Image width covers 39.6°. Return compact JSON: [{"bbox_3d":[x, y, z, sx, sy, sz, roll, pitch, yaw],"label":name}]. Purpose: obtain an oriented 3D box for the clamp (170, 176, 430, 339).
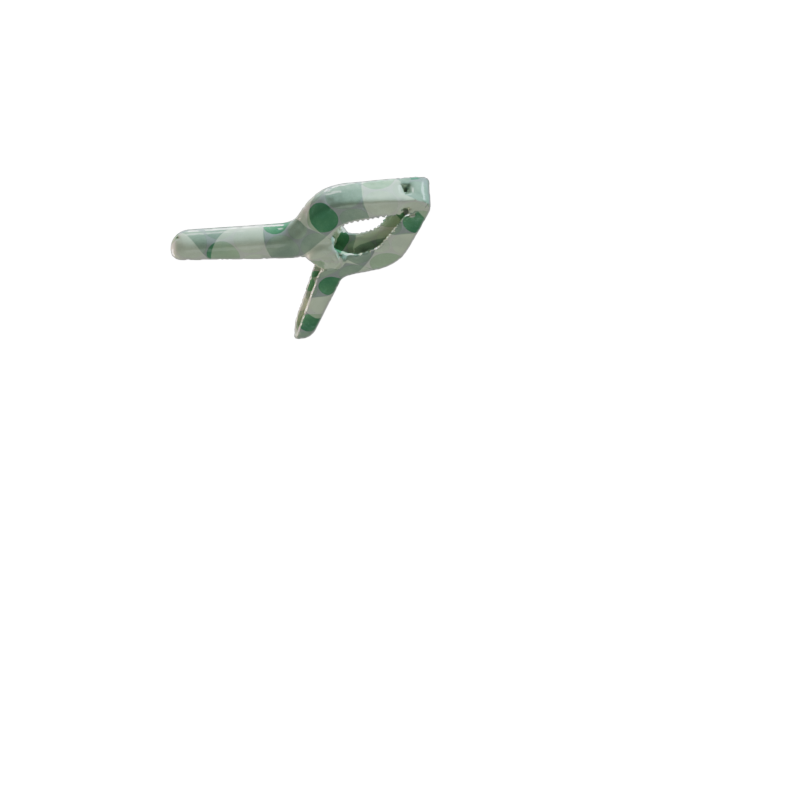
[{"bbox_3d":[-0.070,-0.127,0.892,0.154,0.039,0.209,29,-43,-36],"label":"clamp"}]
